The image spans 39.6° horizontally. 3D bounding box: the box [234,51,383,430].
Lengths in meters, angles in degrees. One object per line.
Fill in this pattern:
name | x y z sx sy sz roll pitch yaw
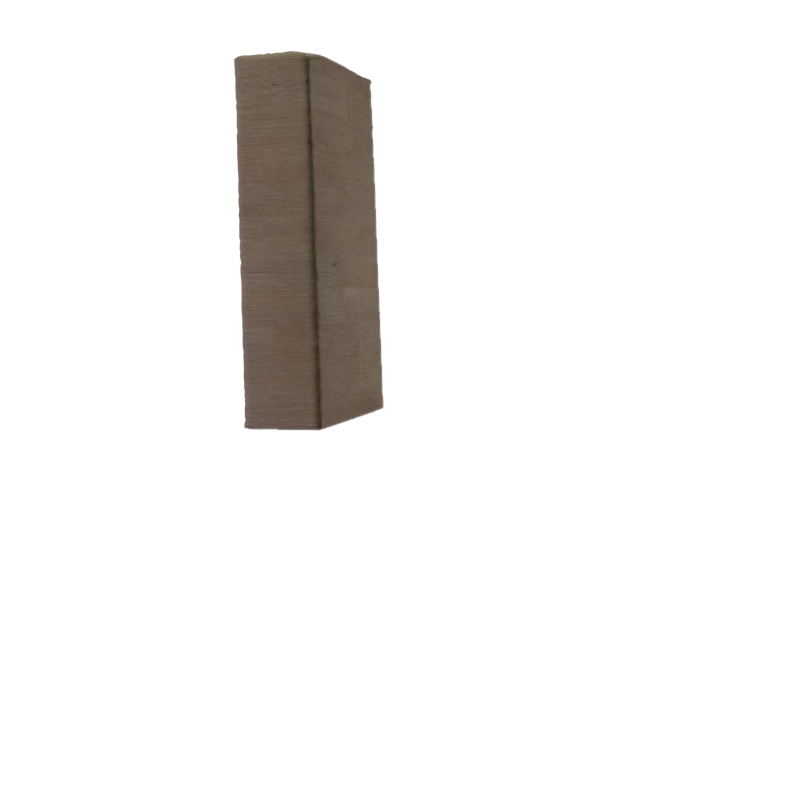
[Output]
box | -0.043 -0.079 0.553 0.049 0.176 0.091 0 1 19
